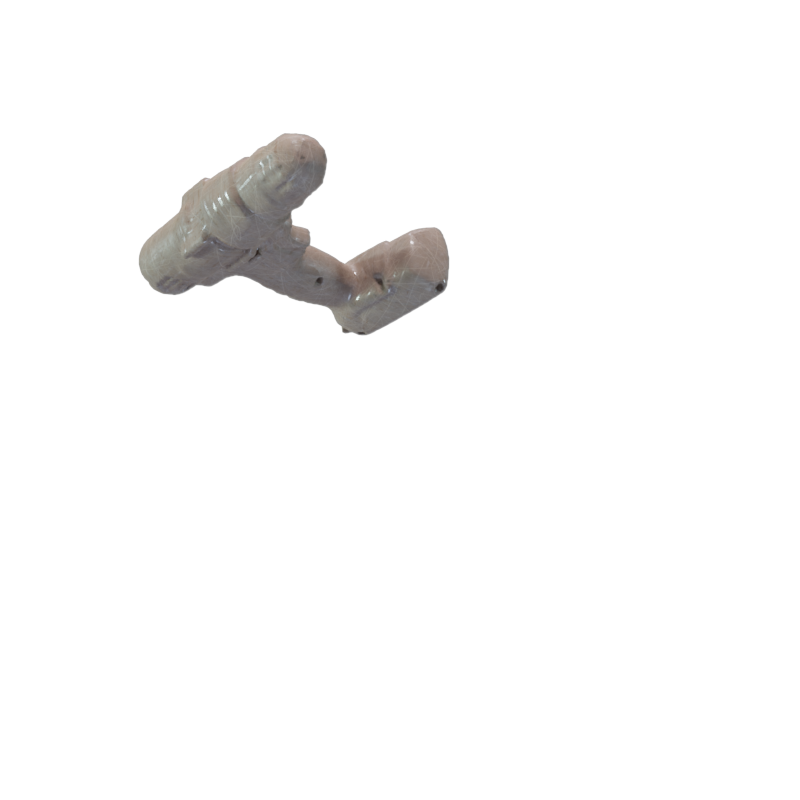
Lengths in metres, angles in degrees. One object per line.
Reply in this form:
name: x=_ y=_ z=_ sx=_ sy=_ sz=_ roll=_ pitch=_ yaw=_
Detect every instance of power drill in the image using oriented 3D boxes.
power drill: x=-0.059 y=-0.108 z=0.754 sx=0.178 sy=0.061 sz=0.184 roll=17 pitch=-28 yaw=-36
